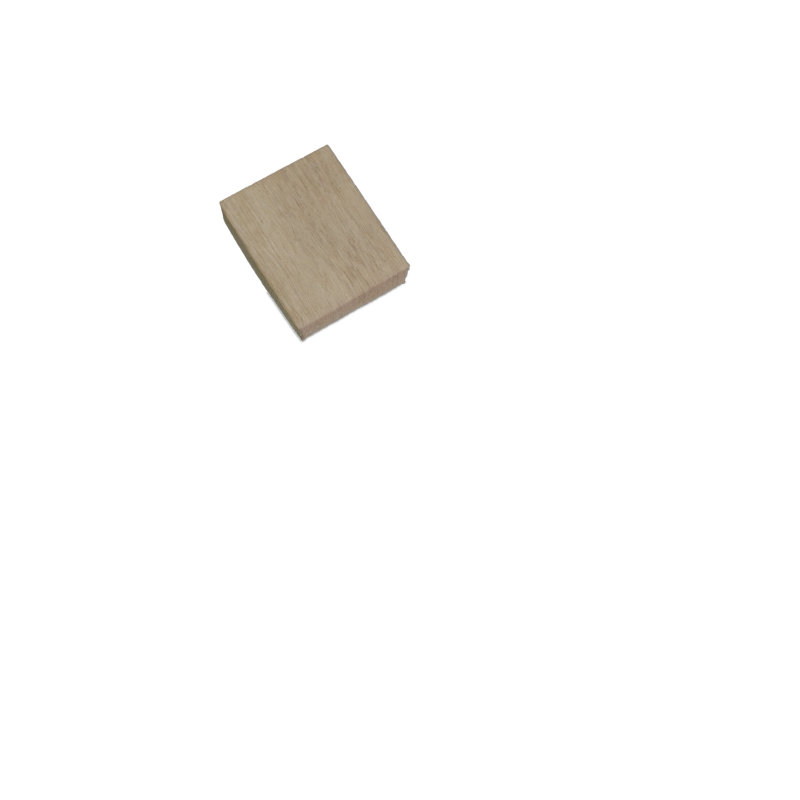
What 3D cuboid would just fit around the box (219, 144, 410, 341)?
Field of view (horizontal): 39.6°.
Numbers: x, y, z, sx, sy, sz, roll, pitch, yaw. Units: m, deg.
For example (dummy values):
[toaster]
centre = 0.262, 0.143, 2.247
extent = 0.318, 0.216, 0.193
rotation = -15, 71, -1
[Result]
[box]
centre = -0.061, -0.111, 0.775
extent = 0.090, 0.119, 0.037
rotation = -30, -17, -10
